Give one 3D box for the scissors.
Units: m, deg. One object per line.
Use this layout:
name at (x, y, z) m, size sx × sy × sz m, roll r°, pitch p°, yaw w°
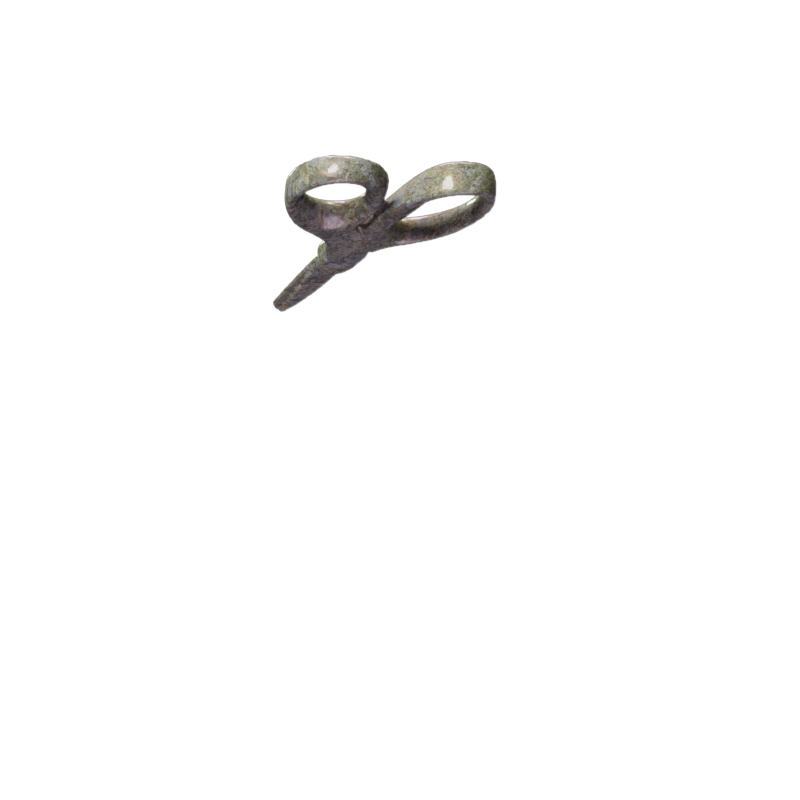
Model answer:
scissors at (-0.041, -0.074, 0.519) m, size 0.091 × 0.016 × 0.204 m, roll 10°, pitch -16°, yaw -37°
